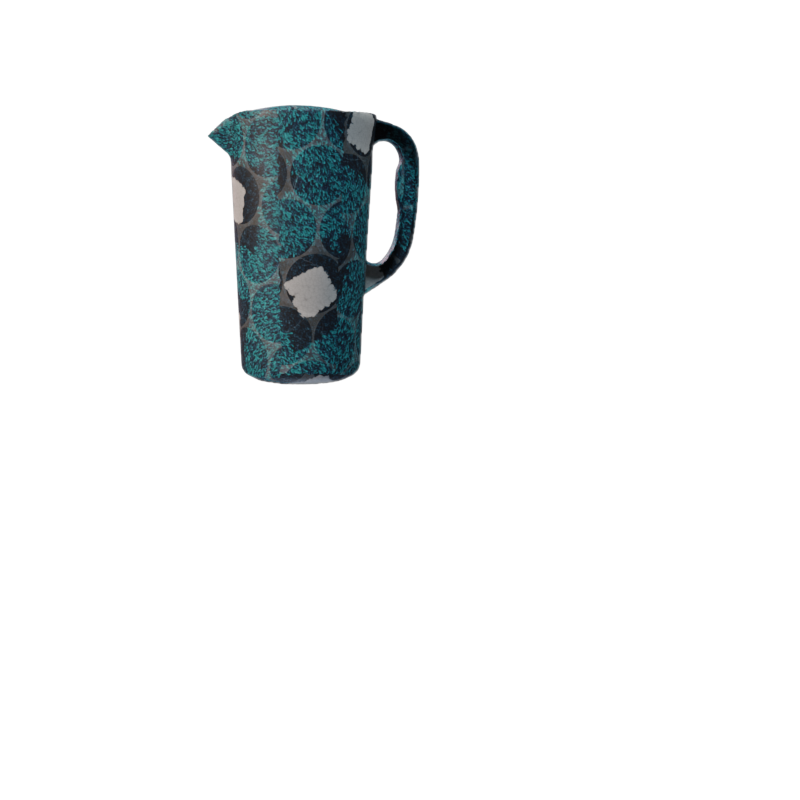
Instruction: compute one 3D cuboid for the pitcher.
[{"bbox_3d":[-0.078,-0.142,0.997,0.155,0.240,0.141,4,7,35],"label":"pitcher"}]
